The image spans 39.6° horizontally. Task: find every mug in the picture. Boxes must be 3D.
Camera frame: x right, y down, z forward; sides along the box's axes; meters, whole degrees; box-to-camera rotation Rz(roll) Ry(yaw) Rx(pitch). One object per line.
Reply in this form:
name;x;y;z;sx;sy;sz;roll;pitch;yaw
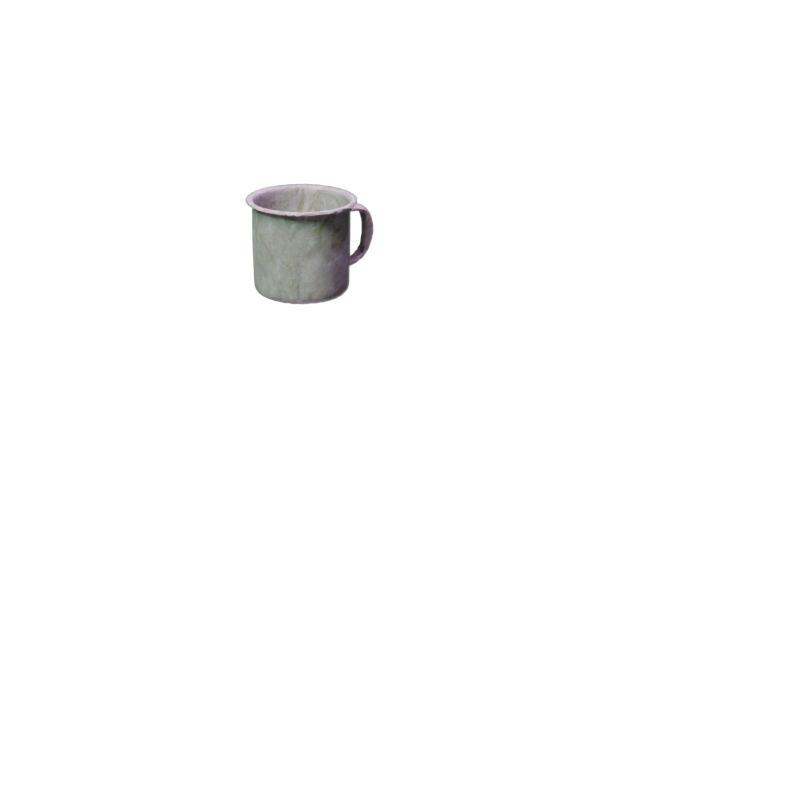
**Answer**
mug;-0.073;-0.134;0.939;0.115;0.078;0.099;-16;27;-33
